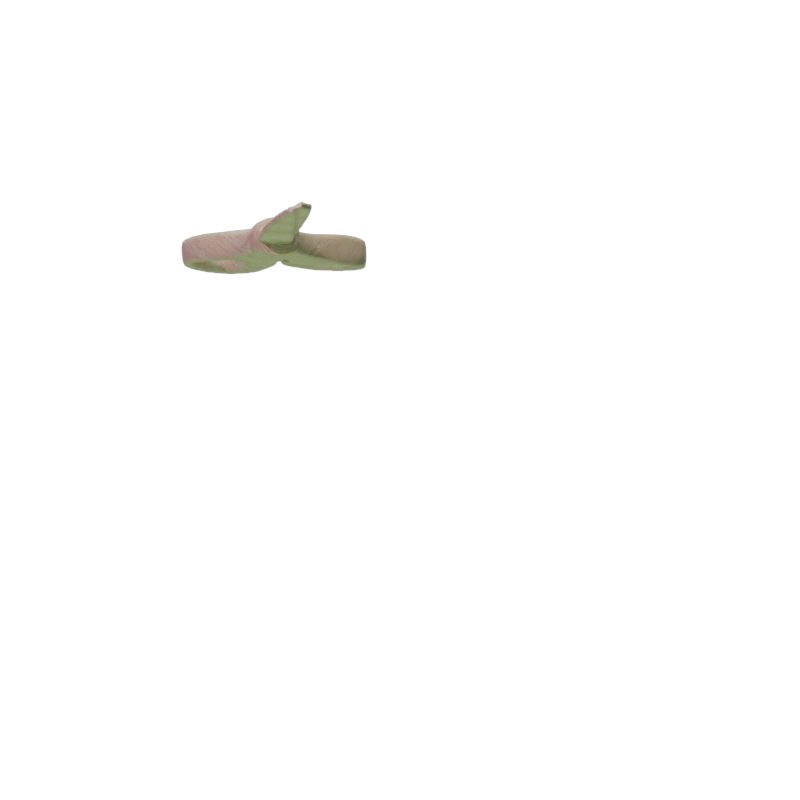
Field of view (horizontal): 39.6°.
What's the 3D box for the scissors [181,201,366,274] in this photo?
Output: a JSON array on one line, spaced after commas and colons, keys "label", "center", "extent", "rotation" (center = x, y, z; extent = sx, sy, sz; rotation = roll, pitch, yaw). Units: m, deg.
[{"label": "scissors", "center": [-0.037, -0.067, 0.468], "extent": [0.093, 0.016, 0.207], "rotation": [-1, 3, -25]}]
